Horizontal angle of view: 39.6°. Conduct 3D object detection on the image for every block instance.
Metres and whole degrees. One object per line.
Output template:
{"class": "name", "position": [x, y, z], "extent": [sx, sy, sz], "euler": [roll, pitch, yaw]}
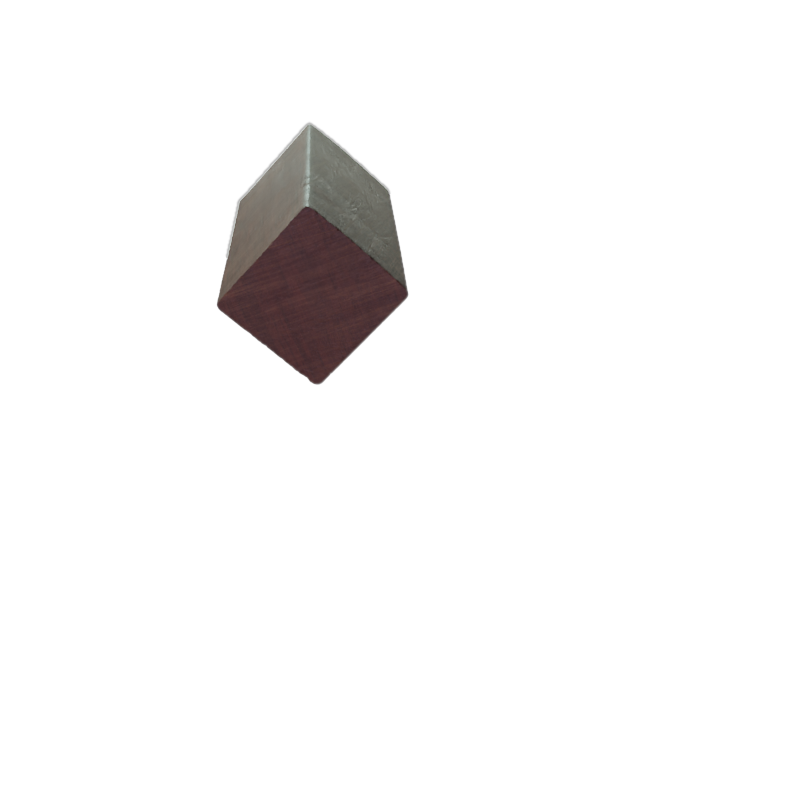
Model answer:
{"class": "block", "position": [-0.061, -0.112, 0.789], "extent": [0.087, 0.089, 0.217], "euler": [39, 18, -20]}
